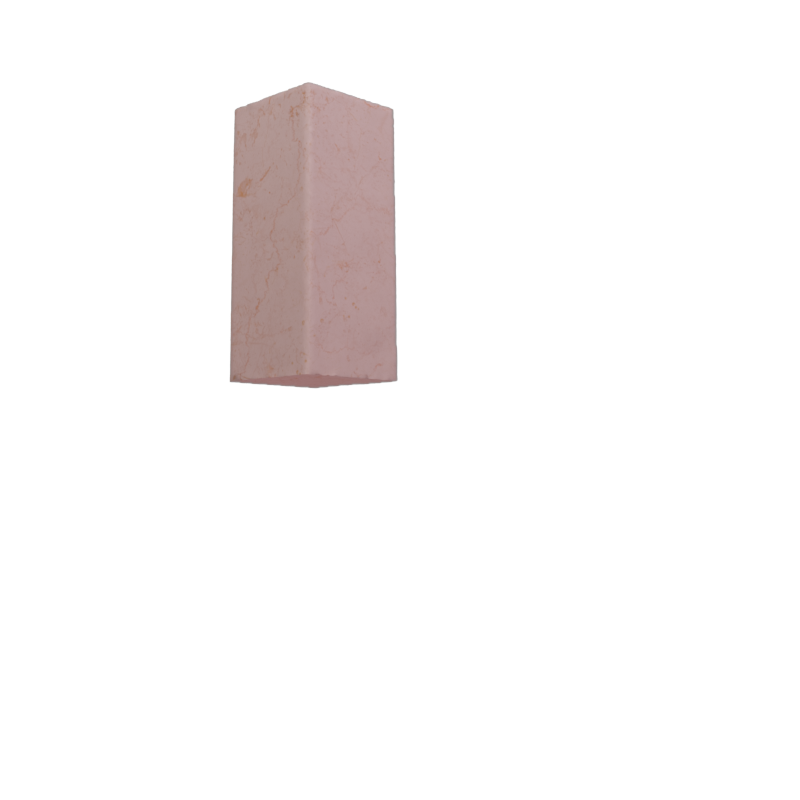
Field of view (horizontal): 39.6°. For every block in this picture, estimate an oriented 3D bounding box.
[{"bbox_3d":[-0.064,-0.117,0.820,0.086,0.212,0.092,10,-15,-44],"label":"block"}]
